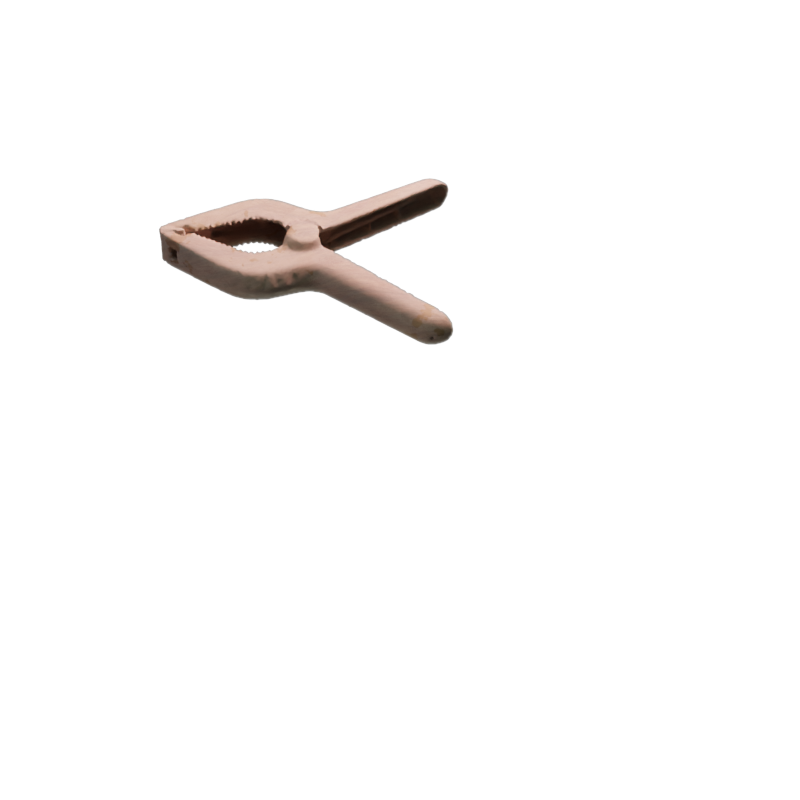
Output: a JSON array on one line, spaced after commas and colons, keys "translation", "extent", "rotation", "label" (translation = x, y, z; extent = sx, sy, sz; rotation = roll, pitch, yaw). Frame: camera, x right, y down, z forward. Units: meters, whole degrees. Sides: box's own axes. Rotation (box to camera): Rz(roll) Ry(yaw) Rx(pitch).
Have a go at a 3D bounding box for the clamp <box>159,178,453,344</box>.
[{"translation": [-0.061, -0.111, 0.778], "extent": [0.213, 0.034, 0.174], "rotation": [7, 42, 7], "label": "clamp"}]
